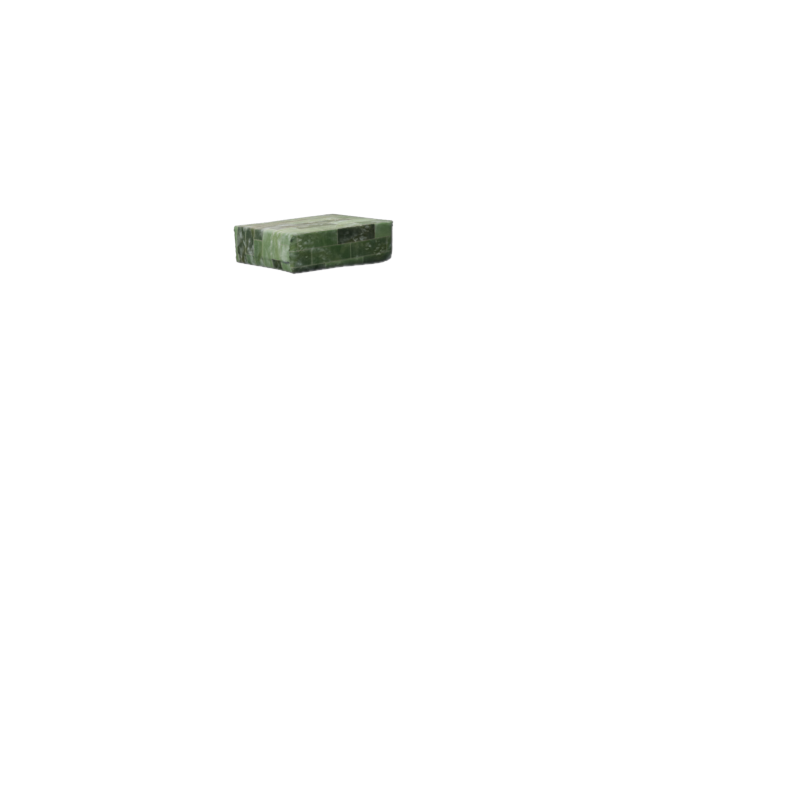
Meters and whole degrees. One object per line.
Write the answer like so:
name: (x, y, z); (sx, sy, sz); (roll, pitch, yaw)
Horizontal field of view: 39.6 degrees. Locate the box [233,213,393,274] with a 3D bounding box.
box: (-0.076, -0.139, 0.975); (0.110, 0.038, 0.095); (-11, 18, -37)
